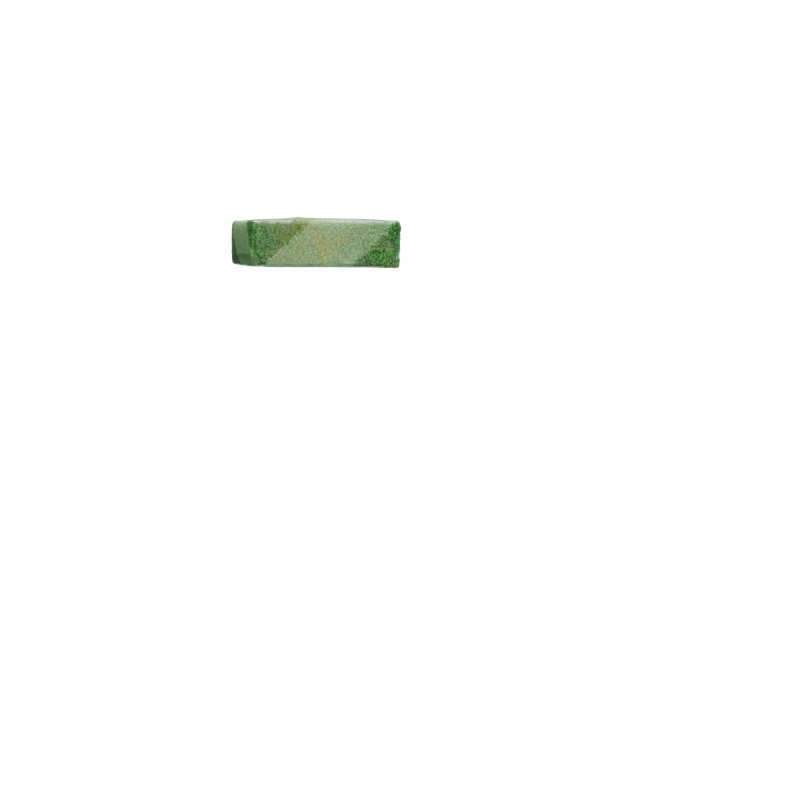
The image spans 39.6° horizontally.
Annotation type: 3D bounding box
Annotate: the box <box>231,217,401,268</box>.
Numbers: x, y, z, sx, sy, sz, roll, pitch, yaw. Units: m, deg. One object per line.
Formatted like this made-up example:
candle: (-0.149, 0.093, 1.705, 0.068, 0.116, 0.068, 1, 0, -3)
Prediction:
box: (-0.052, -0.095, 0.664, 0.088, 0.030, 0.075, -2, 8, -15)
